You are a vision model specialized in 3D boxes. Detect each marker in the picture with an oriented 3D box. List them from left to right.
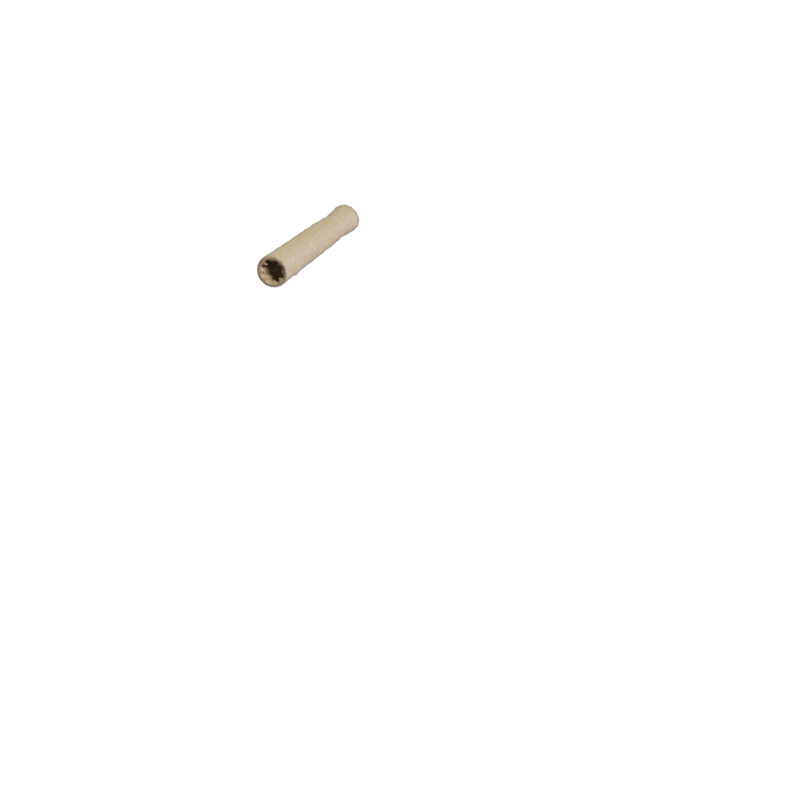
[{"bbox_3d":[-0.052,-0.095,0.664,0.020,0.019,0.123,1,23,19],"label":"marker"}]
